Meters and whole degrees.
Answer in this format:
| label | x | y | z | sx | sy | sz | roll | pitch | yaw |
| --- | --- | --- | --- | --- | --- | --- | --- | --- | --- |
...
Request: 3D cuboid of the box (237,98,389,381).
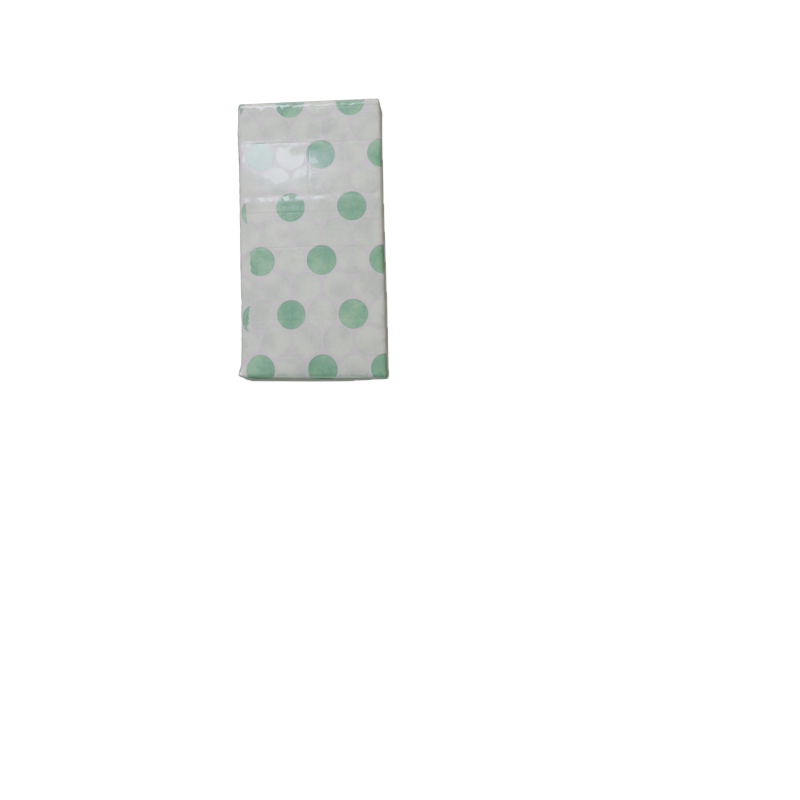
| label | x | y | z | sx | sy | sz | roll | pitch | yaw |
| --- | --- | --- | --- | --- | --- | --- | --- | --- | --- |
| box | -0.055 | -0.101 | 0.708 | 0.094 | 0.180 | 0.047 | -1 | -9 | 5 |
